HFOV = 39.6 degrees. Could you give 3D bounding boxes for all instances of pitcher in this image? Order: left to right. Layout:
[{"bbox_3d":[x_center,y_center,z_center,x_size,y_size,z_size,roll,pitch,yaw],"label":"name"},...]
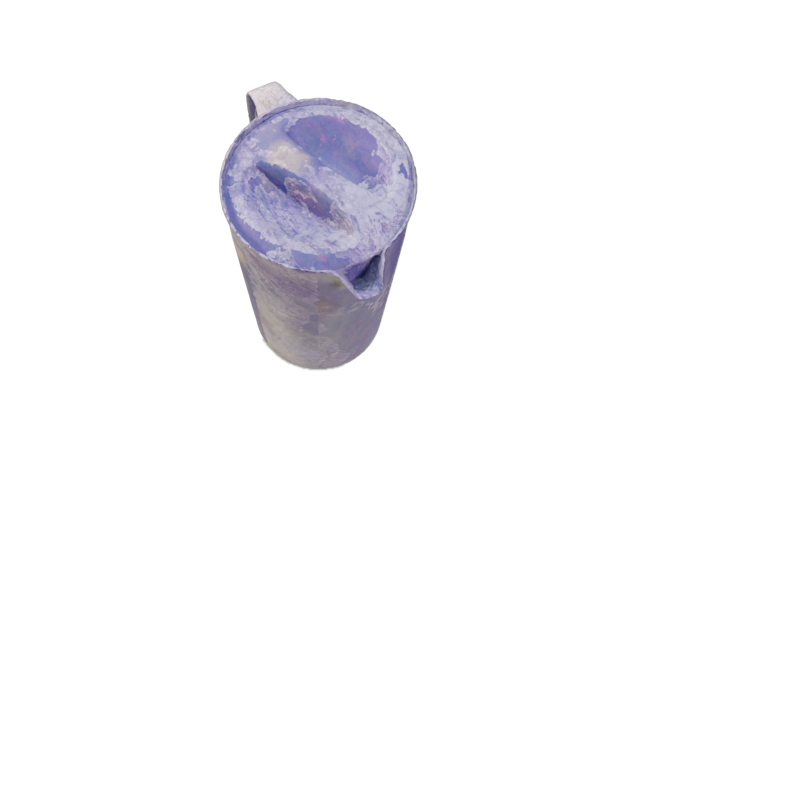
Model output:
[{"bbox_3d":[-0.066,-0.121,0.847,0.147,0.155,0.231,18,-20,3],"label":"pitcher"}]
